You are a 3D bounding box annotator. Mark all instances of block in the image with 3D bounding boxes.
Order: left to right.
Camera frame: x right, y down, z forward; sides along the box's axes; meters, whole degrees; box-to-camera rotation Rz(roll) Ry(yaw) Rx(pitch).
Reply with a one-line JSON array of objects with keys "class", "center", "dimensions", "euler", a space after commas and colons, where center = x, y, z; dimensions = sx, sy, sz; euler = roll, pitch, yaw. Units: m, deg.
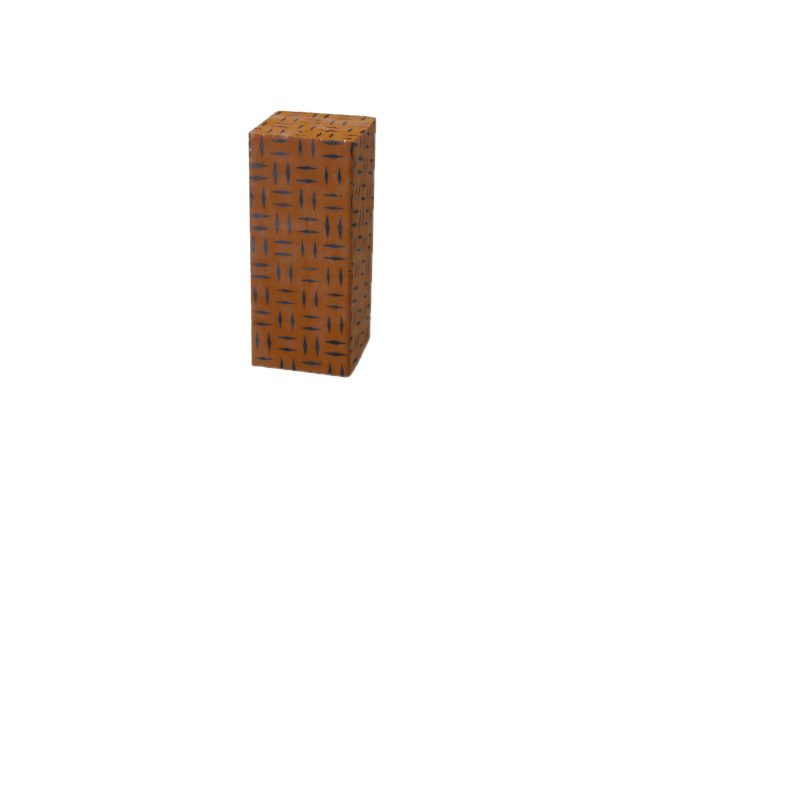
[{"class": "block", "center": [-0.074, -0.136, 0.951], "dimensions": [0.092, 0.197, 0.093], "euler": [6, 22, 11]}]
